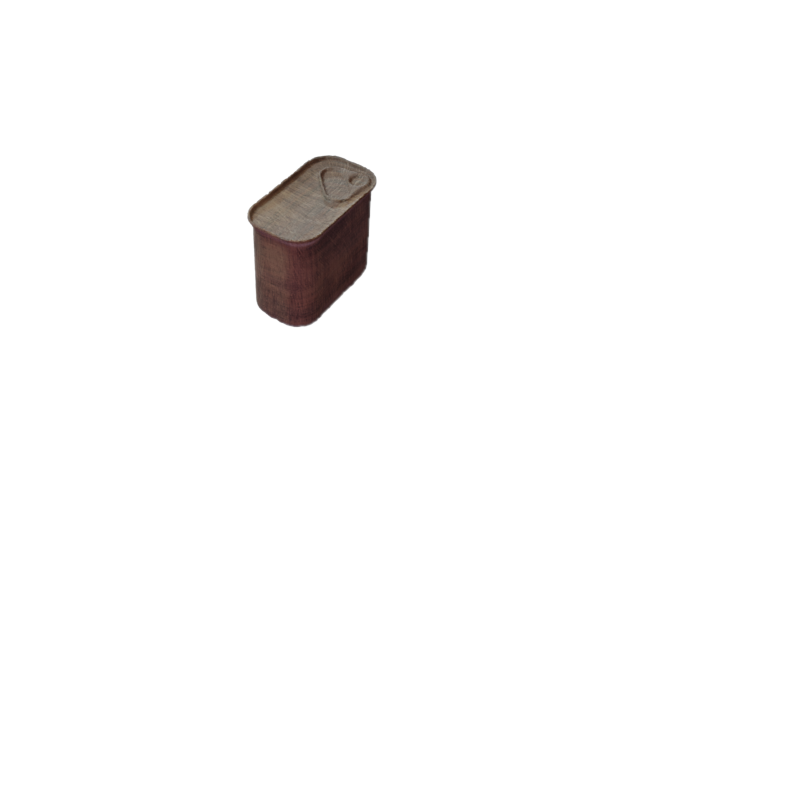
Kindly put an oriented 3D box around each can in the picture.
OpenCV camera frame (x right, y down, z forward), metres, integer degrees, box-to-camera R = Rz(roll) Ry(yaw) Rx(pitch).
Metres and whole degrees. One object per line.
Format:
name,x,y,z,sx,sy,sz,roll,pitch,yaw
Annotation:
can,-0.063,-0.115,0.803,0.060,0.078,0.104,24,48,22
